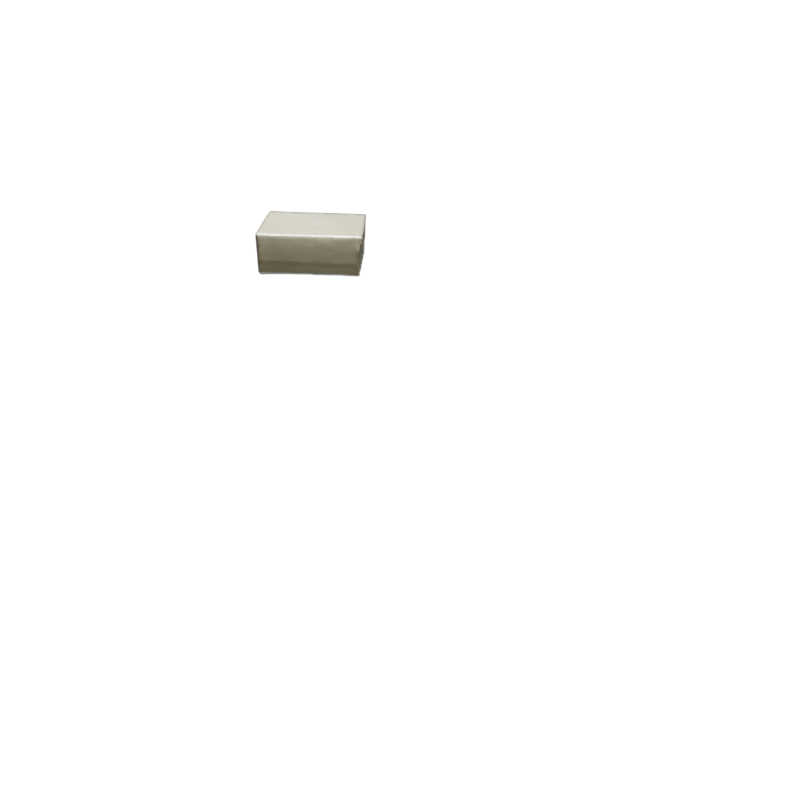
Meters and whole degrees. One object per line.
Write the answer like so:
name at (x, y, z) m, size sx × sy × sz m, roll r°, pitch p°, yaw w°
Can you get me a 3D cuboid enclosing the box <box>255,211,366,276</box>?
box at (-0.076, -0.138, 0.969) m, size 0.090 × 0.037 × 0.118 m, roll 1°, pitch 20°, yaw 1°
